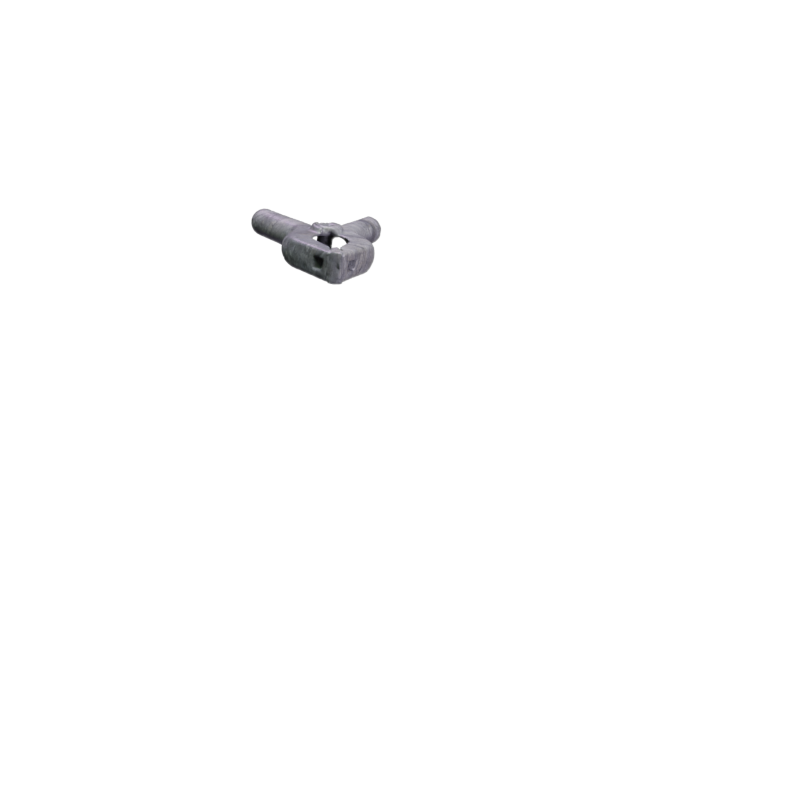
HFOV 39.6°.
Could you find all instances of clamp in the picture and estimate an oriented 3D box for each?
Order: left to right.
[{"bbox_3d":[-0.076,-0.139,0.971,0.120,0.038,0.177,0,18,0],"label":"clamp"}]
